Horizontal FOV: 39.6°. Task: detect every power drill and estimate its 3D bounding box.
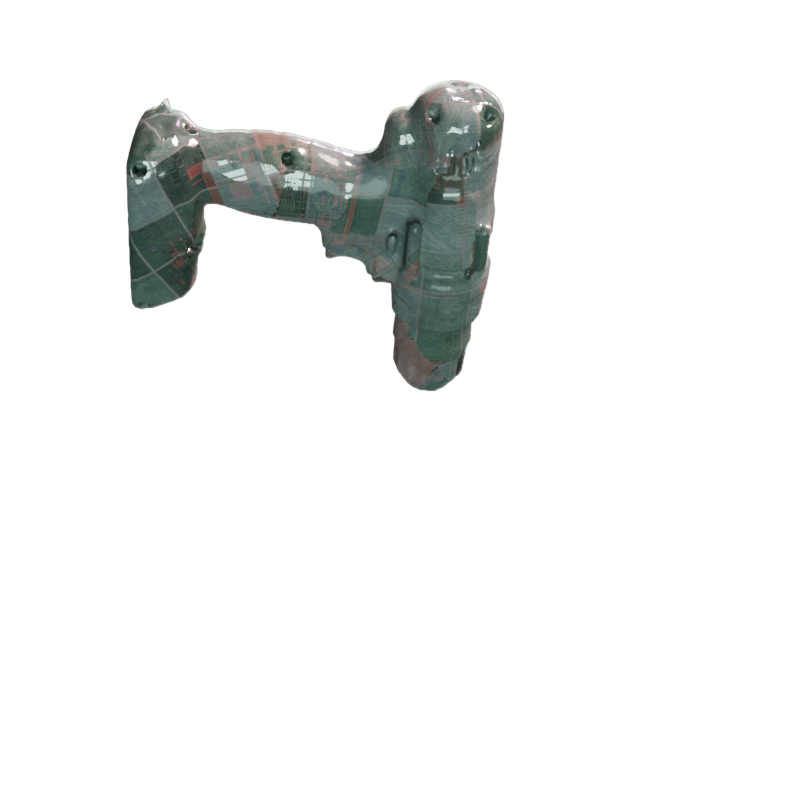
[{"bbox_3d":[-0.045,-0.083,0.581,0.187,0.173,0.061,3,35,-2],"label":"power drill"}]
